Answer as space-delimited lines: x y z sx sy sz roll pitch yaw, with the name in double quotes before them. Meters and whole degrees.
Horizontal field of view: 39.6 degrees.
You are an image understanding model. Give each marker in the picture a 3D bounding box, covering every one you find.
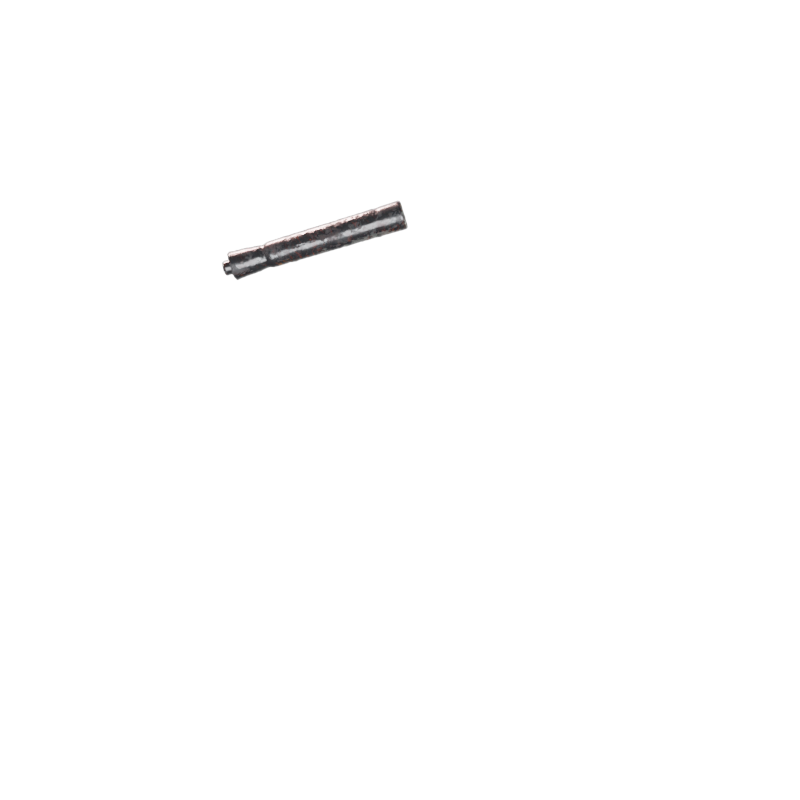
"marker" -0.056 -0.101 0.710 0.121 0.020 0.020 -16 3 6
